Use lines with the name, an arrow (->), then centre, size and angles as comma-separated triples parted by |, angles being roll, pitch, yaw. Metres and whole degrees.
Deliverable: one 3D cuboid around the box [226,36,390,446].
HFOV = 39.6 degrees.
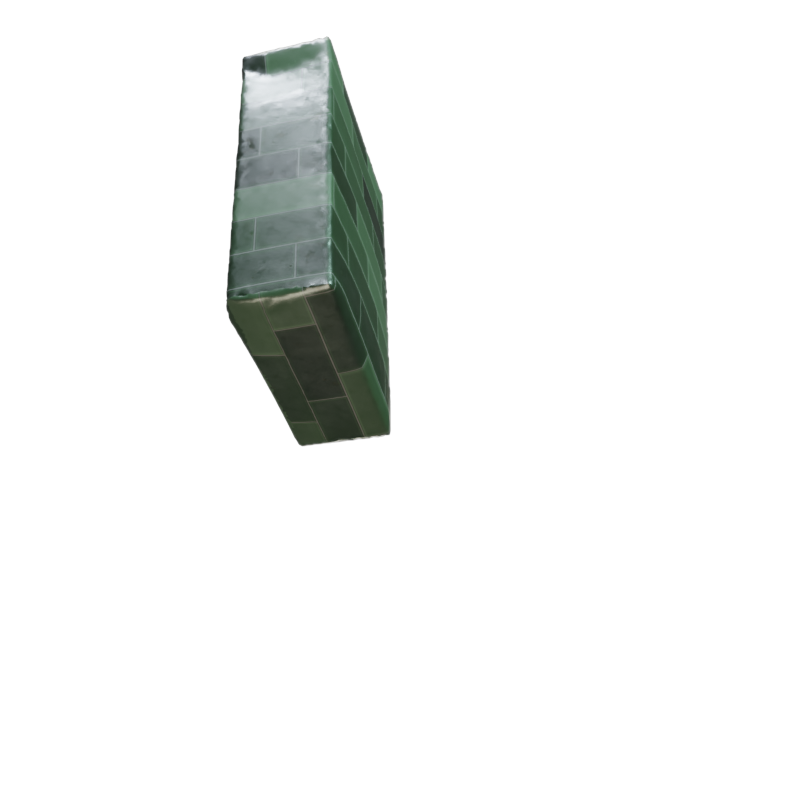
box -> -0.057, -0.104, 0.731 | 0.072, 0.229, 0.151 | -10, -37, 9
